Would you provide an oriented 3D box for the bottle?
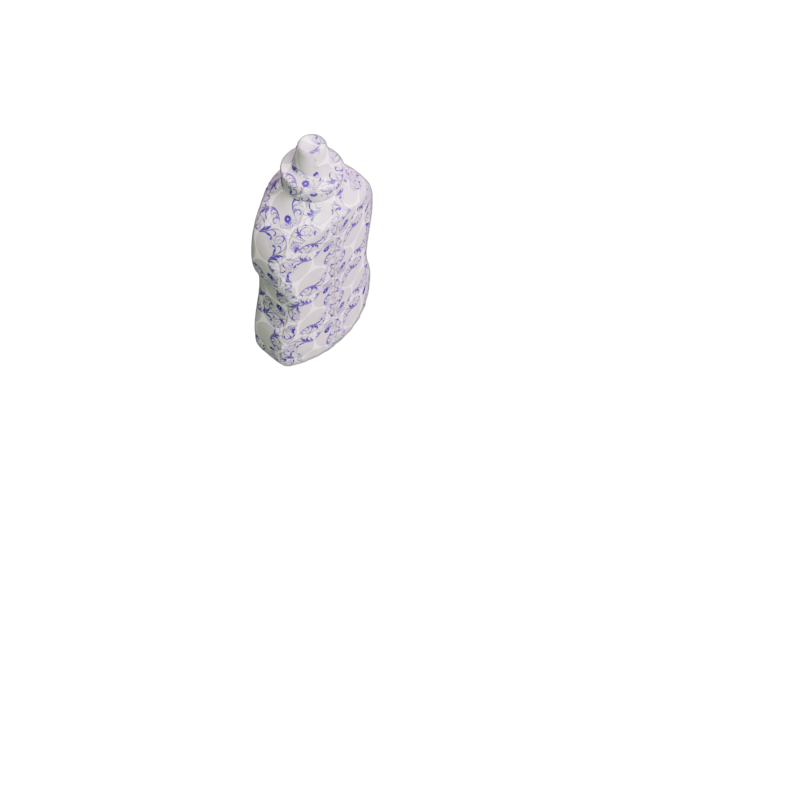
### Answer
[{"bbox_3d":[-0.060,-0.108,0.756,0.062,0.097,0.179,39,-28,20],"label":"bottle"}]
